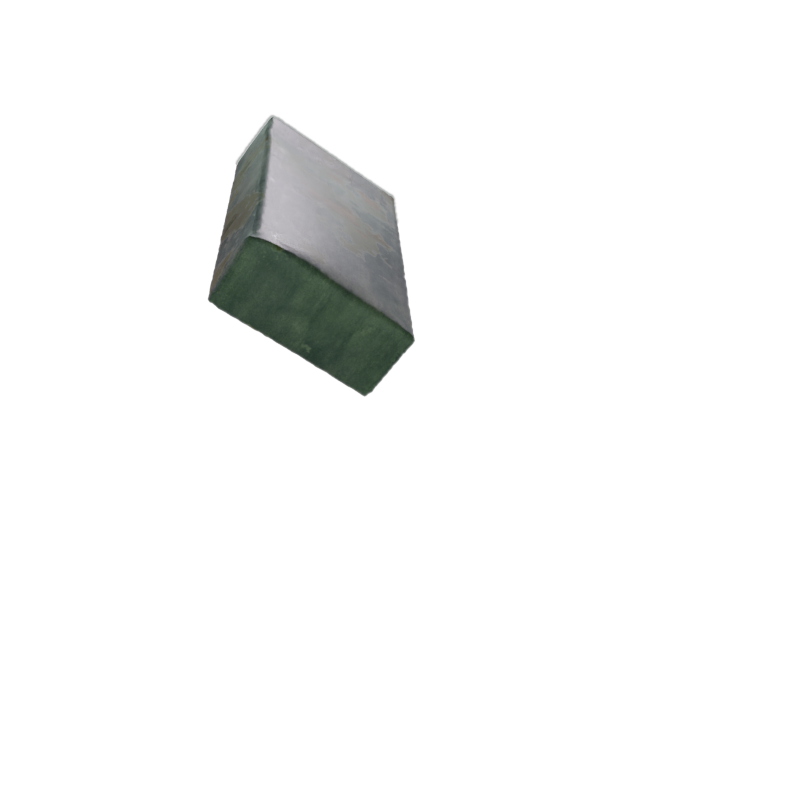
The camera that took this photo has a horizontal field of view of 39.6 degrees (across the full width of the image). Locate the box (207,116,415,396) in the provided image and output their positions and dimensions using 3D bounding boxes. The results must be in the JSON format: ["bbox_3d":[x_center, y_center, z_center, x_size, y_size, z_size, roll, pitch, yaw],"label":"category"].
[{"bbox_3d":[-0.046,-0.083,0.584,0.090,0.047,0.186,31,22,-18],"label":"box"}]
